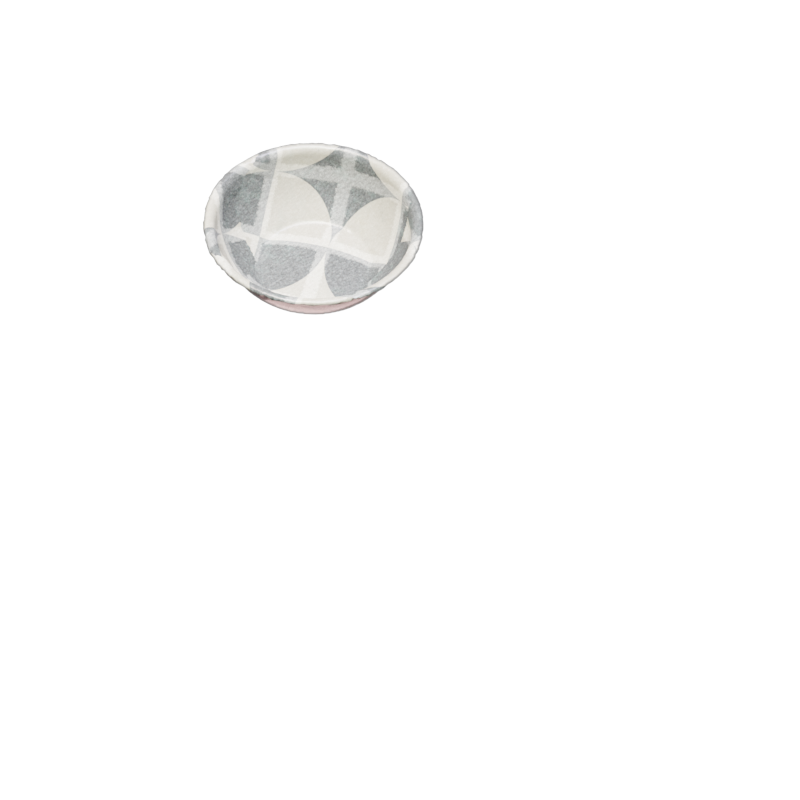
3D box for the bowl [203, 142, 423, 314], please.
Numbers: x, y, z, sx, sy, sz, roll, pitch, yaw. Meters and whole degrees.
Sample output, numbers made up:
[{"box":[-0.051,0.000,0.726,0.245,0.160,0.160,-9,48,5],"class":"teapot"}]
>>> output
[{"box":[-0.065,-0.118,0.829,0.162,0.174,0.051,-1,-38,-1],"class":"bowl"}]
